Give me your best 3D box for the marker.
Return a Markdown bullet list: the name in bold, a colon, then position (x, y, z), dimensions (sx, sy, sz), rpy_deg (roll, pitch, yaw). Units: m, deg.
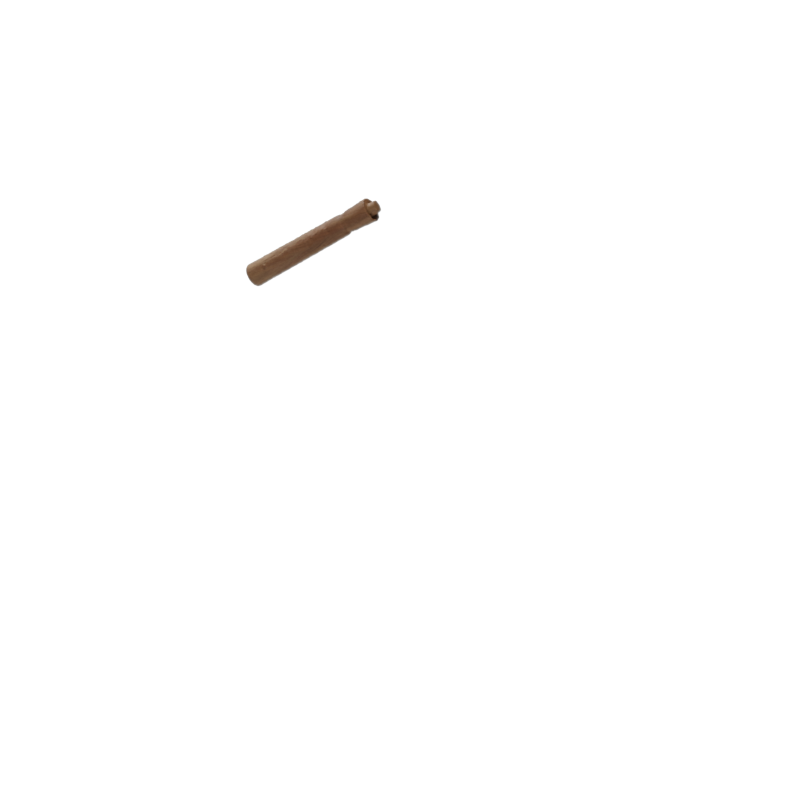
- **marker**: position (-0.065, -0.119, 0.833), dimensions (0.121, 0.020, 0.019), rpy_deg (-25, -9, 28)
